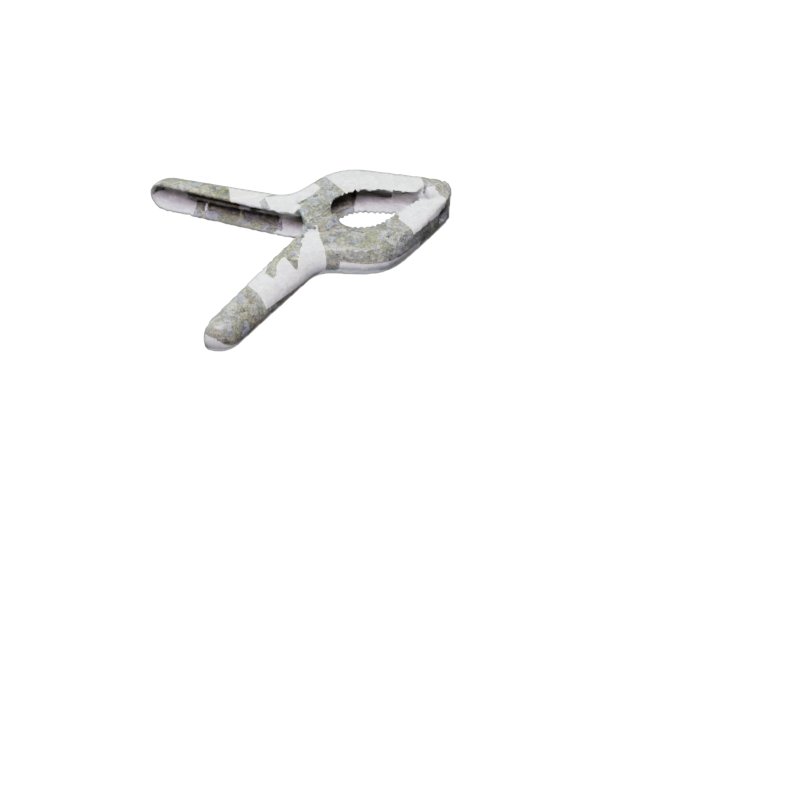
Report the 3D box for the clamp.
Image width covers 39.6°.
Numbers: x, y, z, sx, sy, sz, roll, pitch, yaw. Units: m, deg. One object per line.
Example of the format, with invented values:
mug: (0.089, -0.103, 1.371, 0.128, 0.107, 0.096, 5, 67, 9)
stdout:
clamp: (-0.060, -0.110, 0.768, 0.208, 0.178, 0.034, -10, -41, -9)
